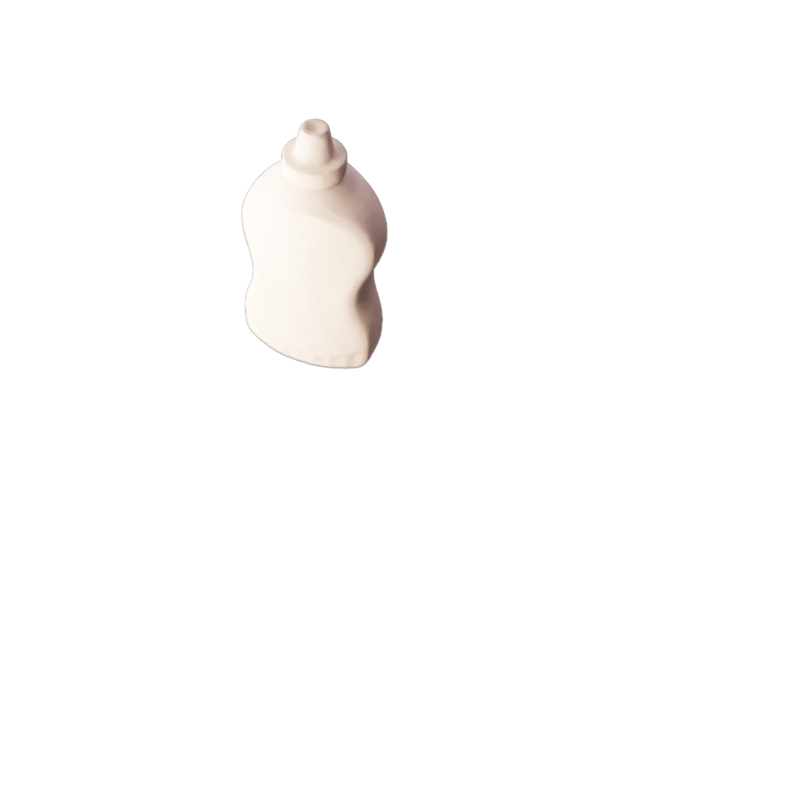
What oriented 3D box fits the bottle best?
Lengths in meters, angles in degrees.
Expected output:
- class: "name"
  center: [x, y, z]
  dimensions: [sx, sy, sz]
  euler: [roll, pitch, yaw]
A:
- class: "bottle"
  center: [-0.057, -0.105, 0.730]
  dimensions: [0.099, 0.061, 0.179]
  euler: [21, -39, 14]
